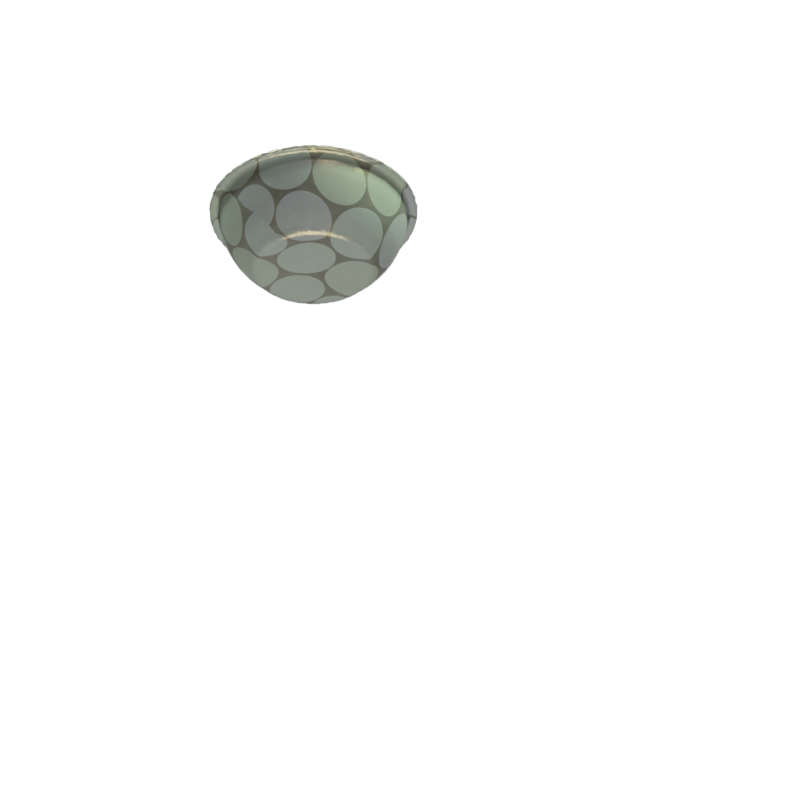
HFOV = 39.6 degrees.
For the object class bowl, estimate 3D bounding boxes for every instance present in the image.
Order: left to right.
[{"bbox_3d":[-0.066,-0.121,0.844,0.162,0.059,0.152,1,-33,-2],"label":"bowl"}]
